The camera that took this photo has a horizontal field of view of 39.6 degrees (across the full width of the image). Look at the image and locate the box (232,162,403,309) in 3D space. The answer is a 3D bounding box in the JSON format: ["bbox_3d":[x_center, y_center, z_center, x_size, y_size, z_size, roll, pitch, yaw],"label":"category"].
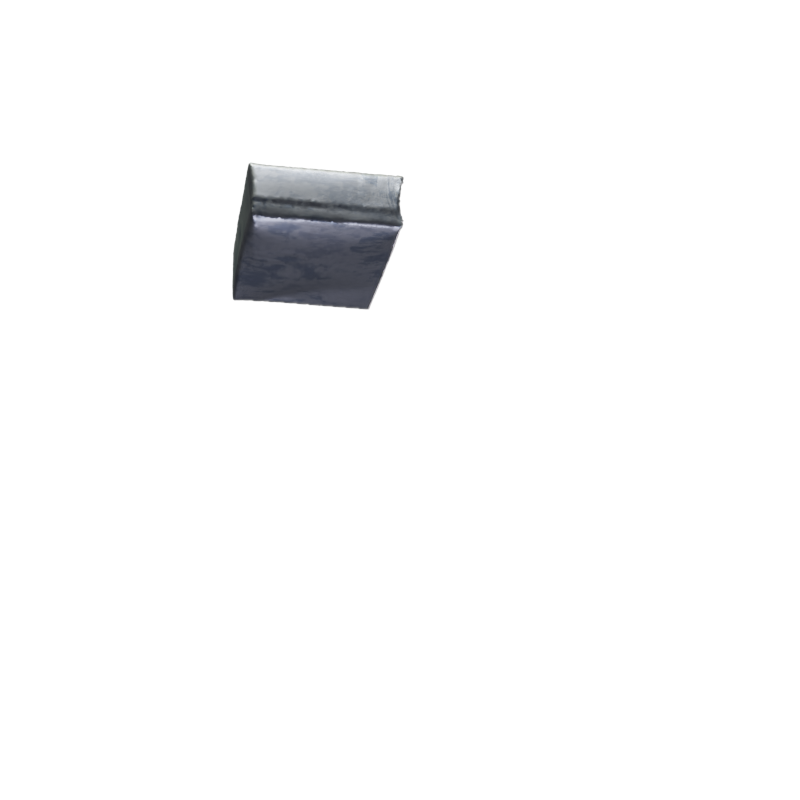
[{"bbox_3d":[-0.052,-0.095,0.665,0.089,0.041,0.109,4,-21,-10],"label":"box"}]
